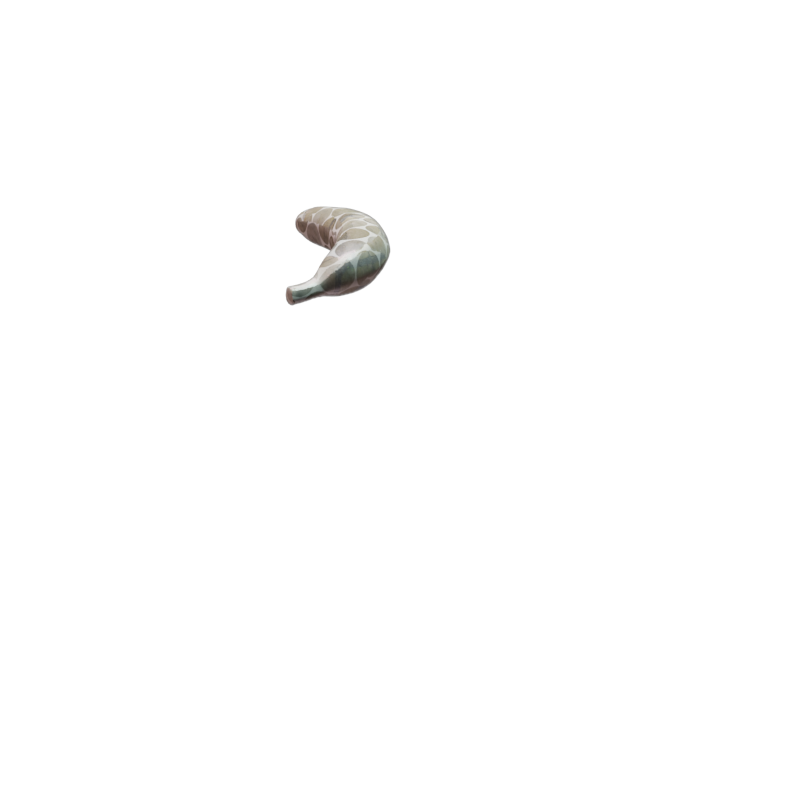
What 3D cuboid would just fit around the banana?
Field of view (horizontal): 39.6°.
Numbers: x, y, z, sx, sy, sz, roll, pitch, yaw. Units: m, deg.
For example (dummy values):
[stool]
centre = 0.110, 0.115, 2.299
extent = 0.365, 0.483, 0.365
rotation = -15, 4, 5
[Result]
[banana]
centre = -0.043, -0.111, 0.781
extent = 0.069, 0.035, 0.206
rotation = -1, 20, -2
